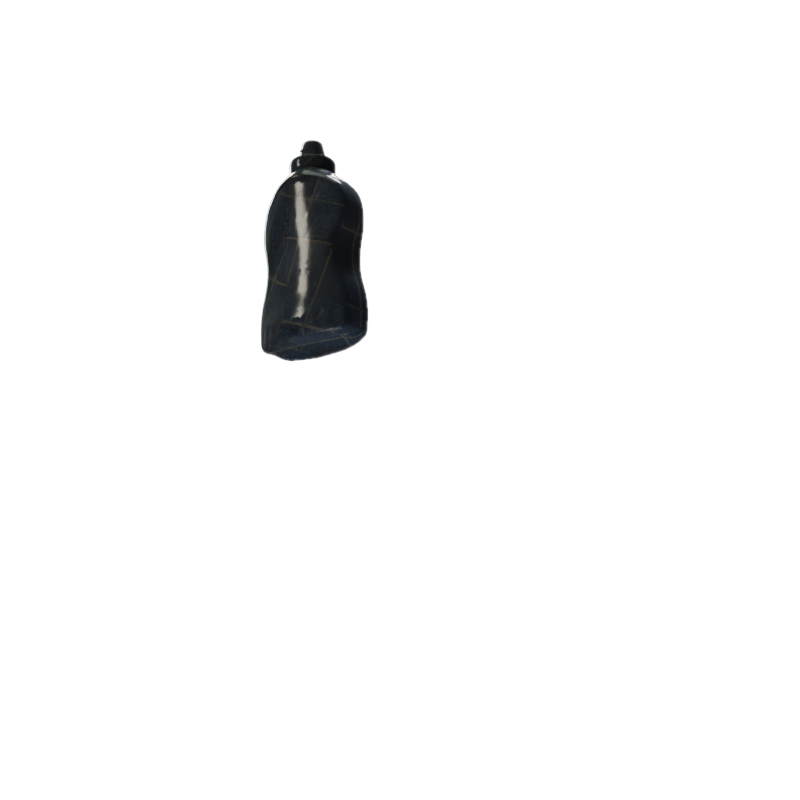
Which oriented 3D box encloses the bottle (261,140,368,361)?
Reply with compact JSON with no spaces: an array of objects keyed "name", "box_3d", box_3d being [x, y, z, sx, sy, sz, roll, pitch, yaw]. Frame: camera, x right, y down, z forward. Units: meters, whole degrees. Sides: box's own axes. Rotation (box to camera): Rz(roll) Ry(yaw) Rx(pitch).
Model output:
[{"name":"bottle","box_3d":[-0.075,-0.136,0.949,0.097,0.202,0.055,-20,-30,37]}]
